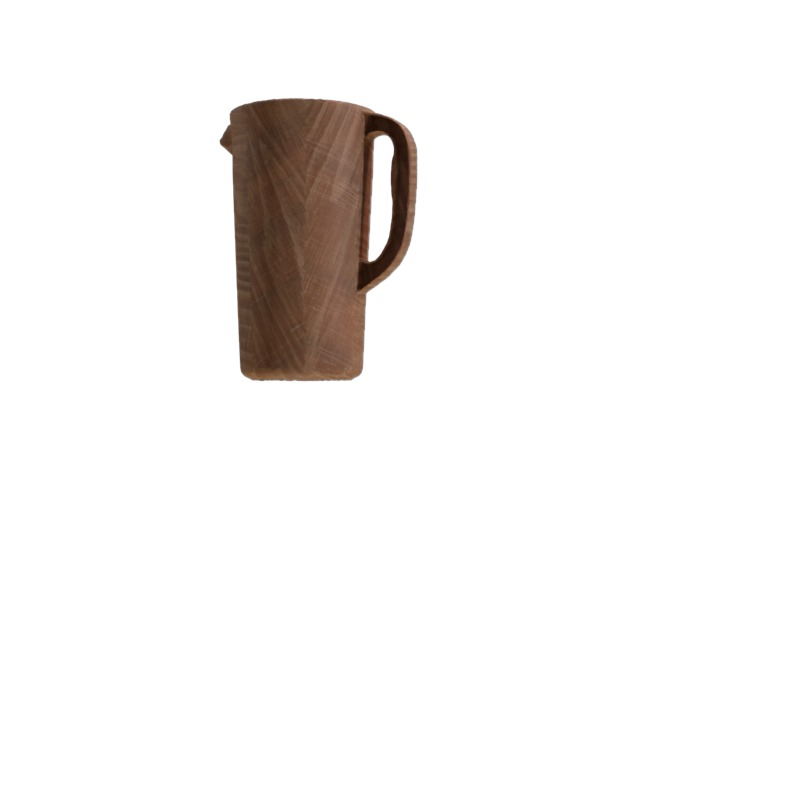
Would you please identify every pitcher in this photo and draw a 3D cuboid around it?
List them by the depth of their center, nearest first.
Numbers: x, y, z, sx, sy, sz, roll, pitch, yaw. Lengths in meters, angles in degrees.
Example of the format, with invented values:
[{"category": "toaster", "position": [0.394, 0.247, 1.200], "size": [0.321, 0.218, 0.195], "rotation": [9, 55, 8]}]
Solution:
[{"category": "pitcher", "position": [-0.076, -0.139, 0.976], "size": [0.141, 0.246, 0.152], "rotation": [2, -5, -23]}]
